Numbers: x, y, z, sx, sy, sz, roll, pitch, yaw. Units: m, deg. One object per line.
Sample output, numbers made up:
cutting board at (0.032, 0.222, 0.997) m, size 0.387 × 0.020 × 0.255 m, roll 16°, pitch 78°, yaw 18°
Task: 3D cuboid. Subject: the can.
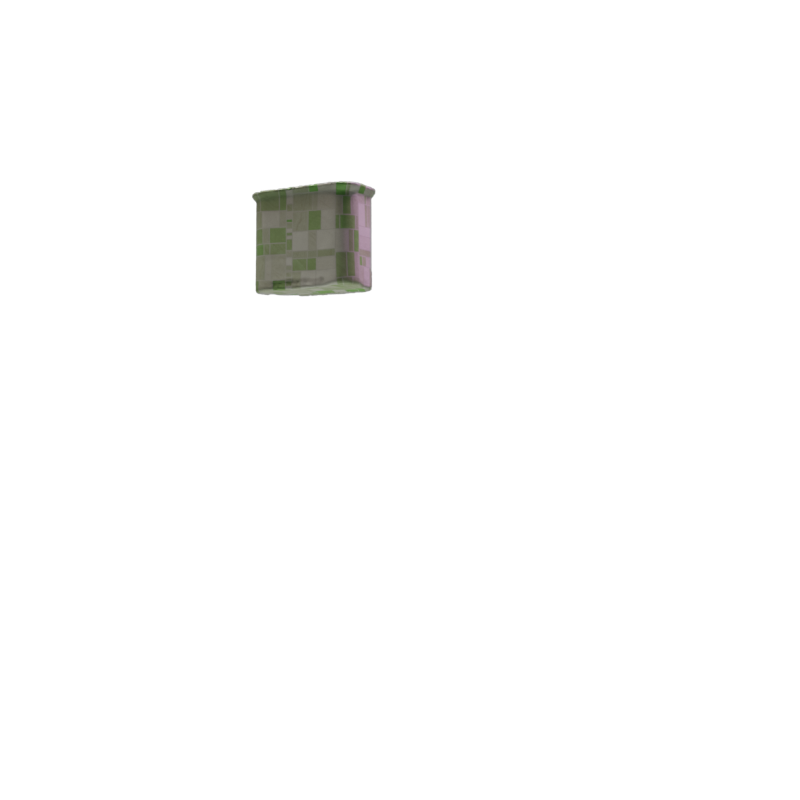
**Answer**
can at (-0.072, -0.130, 0.913) m, size 0.105 × 0.085 × 0.055 m, roll -3°, pitch -7°, yaw 29°
